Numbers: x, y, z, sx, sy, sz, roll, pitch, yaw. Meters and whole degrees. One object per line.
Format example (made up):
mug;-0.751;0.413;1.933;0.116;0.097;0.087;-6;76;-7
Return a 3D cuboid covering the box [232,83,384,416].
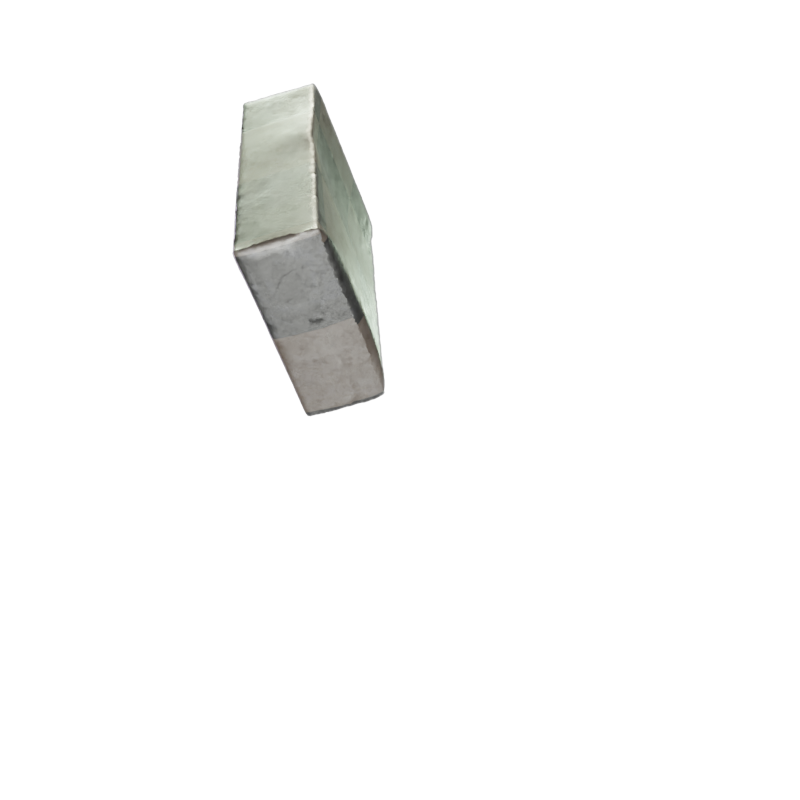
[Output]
box;-0.068;-0.123;0.863;0.072;0.152;0.229;-15;39;9
